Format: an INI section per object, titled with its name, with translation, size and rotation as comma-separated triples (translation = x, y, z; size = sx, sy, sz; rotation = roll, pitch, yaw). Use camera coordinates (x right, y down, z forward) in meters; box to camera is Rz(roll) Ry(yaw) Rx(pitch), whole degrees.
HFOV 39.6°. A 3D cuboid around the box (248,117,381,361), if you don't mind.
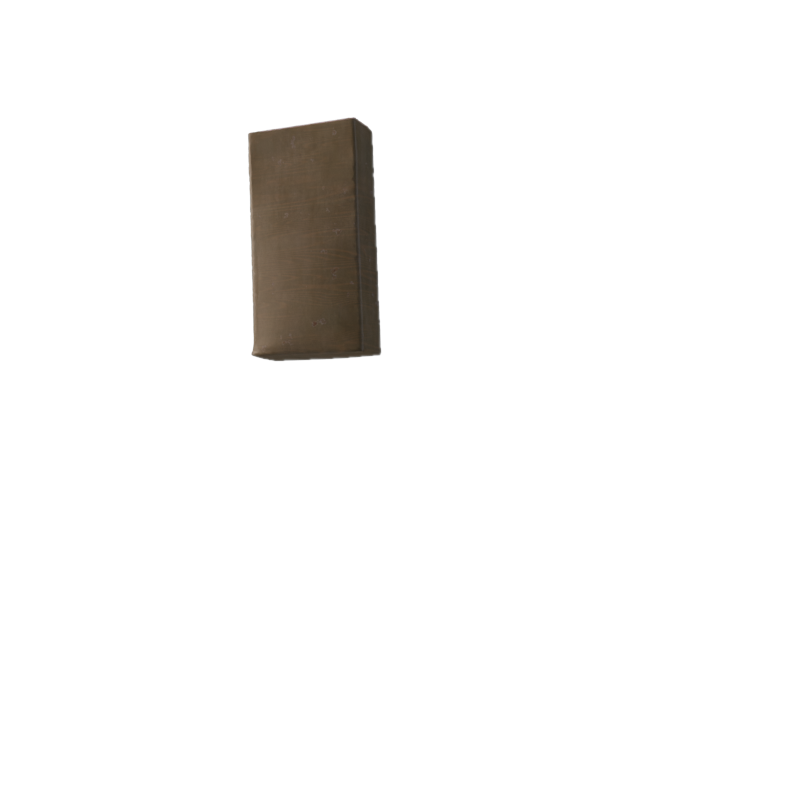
[box]
translation = -0.066, -0.120, 0.843
size = 0.095, 0.181, 0.046
rotation = -5, -11, 22
